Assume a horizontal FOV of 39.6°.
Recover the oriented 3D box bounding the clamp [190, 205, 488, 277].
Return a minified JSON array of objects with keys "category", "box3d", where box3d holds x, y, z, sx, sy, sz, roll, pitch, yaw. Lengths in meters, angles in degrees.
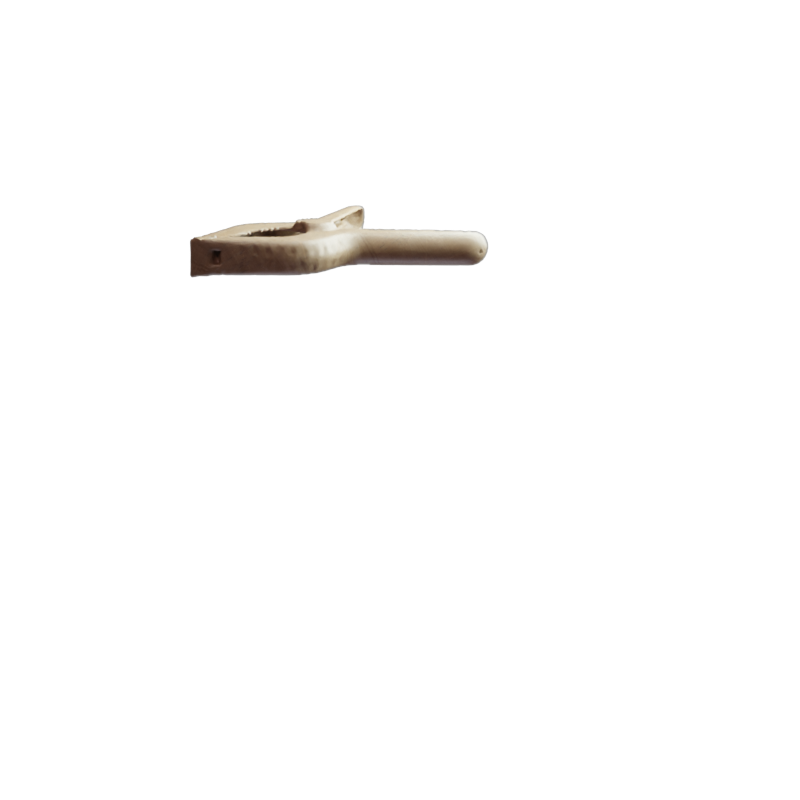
[{"category":"clamp","box3d":[-0.065,-0.118,0.827,0.205,0.035,0.174,-9,19,-28]}]
